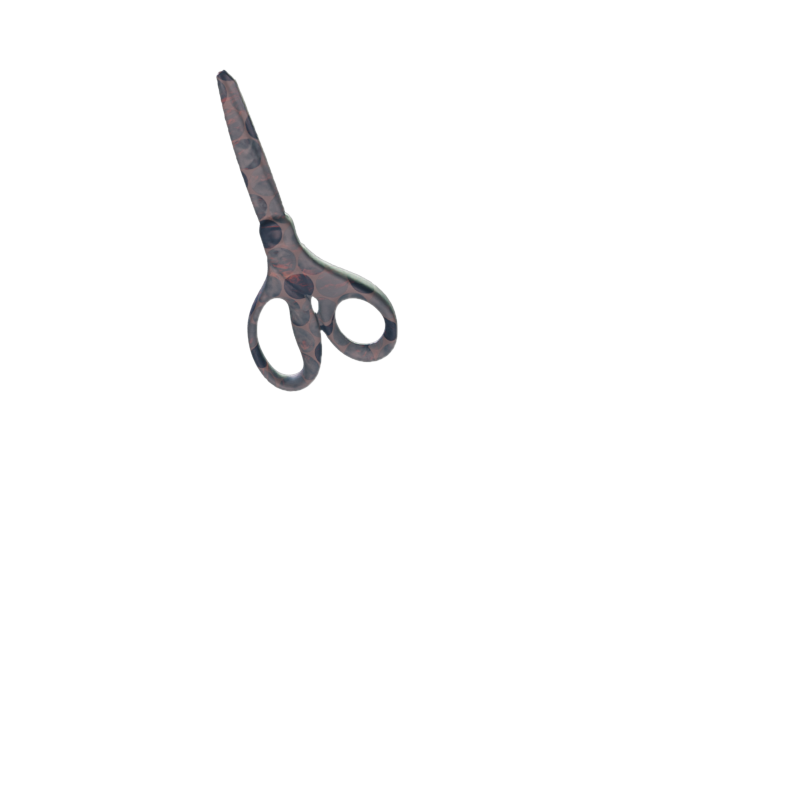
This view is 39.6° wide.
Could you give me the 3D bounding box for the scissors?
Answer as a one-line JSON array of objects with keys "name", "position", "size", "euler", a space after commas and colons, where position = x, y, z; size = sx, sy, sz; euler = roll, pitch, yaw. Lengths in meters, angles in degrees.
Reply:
[{"name": "scissors", "position": [-0.048, -0.087, 0.609], "size": [0.096, 0.189, 0.017], "euler": [1, 34, -1]}]
